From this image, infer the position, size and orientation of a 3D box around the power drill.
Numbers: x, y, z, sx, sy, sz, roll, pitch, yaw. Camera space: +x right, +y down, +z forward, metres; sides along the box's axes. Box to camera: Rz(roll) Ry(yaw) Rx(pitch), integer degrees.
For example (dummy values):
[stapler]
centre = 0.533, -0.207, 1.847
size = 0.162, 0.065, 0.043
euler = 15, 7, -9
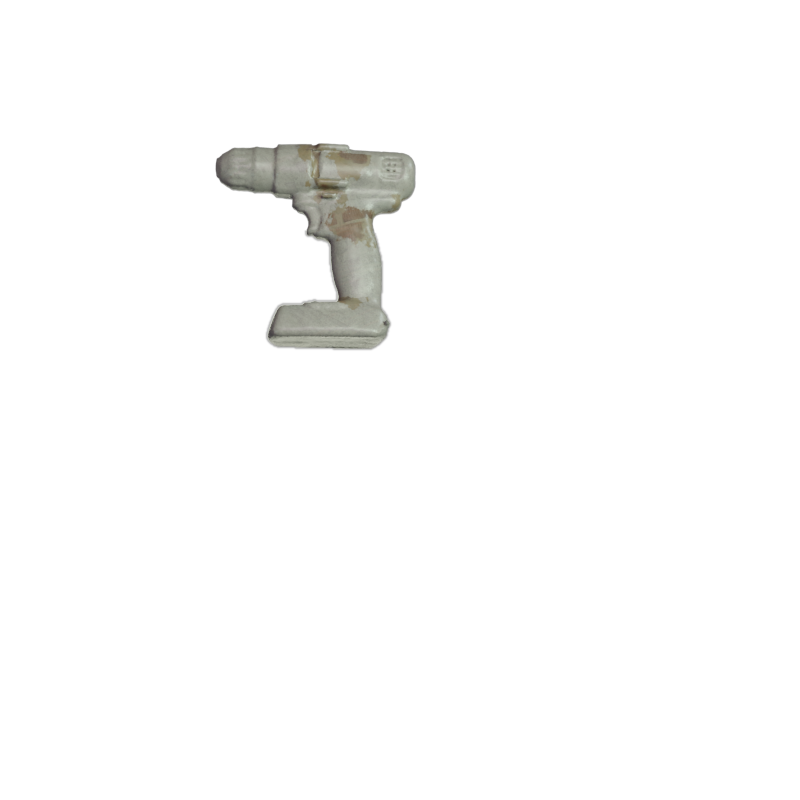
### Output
[power drill]
centre = -0.078, -0.142, 0.998
size = 0.184, 0.195, 0.055
euler = 1, -17, 0
